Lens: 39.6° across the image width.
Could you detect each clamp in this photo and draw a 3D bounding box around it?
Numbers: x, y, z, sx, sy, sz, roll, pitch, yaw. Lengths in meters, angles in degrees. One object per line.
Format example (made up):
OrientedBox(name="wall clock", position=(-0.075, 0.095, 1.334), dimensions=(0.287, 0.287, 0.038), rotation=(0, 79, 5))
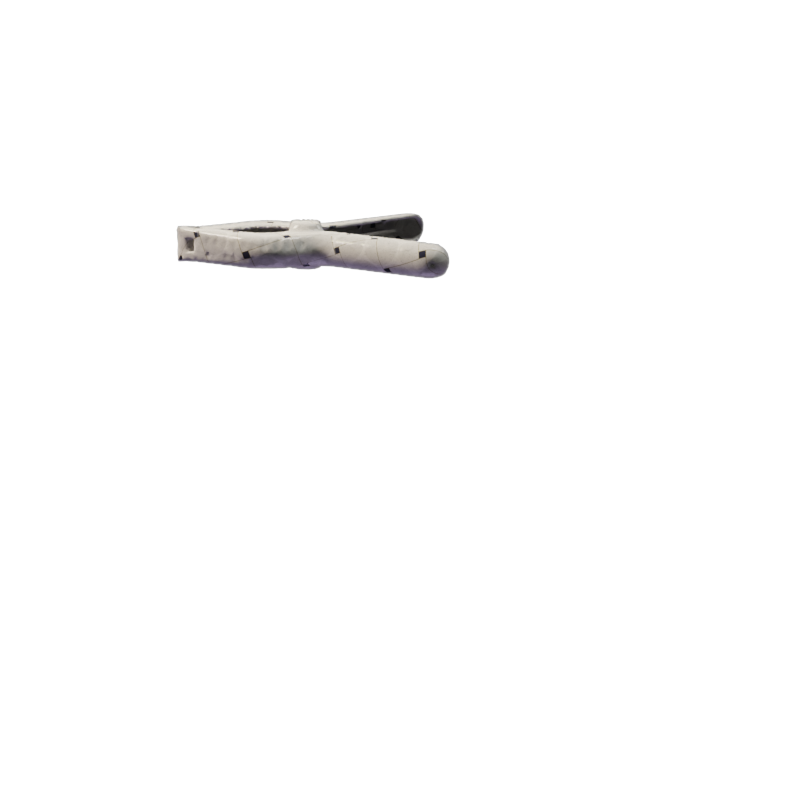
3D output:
OrientedBox(name="clamp", position=(-0.069, -0.125, 0.878), dimensions=(0.211, 0.035, 0.169), rotation=(1, 17, 4))
